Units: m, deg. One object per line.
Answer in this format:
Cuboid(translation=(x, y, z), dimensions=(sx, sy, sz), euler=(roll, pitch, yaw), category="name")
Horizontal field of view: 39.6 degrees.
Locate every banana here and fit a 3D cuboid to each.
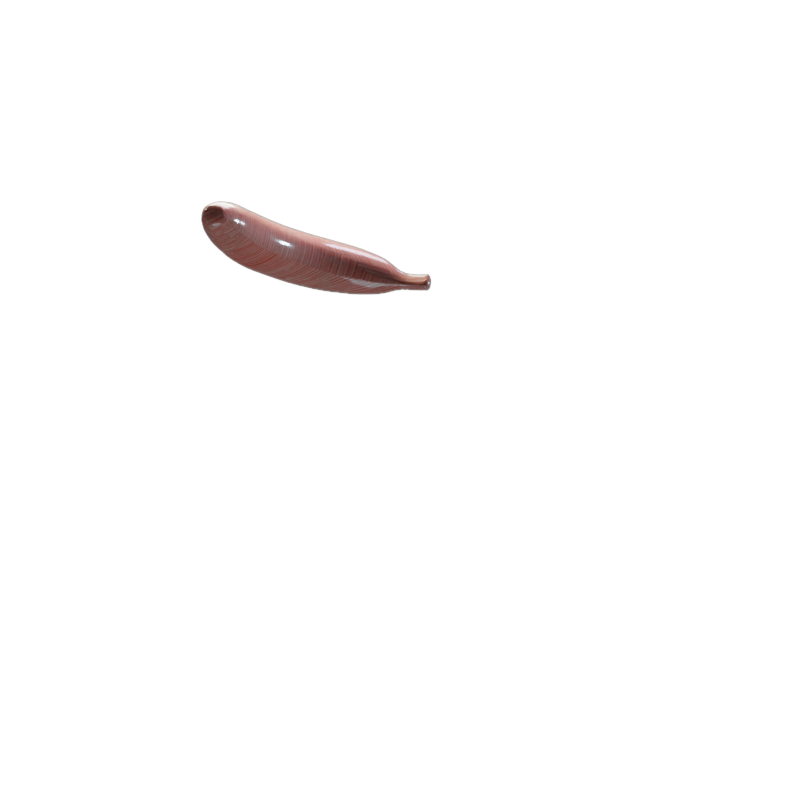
Cuboid(translation=(-0.070, -0.105, 0.778), dimensions=(0.187, 0.038, 0.070), euler=(11, -18, -39), category="banana")
